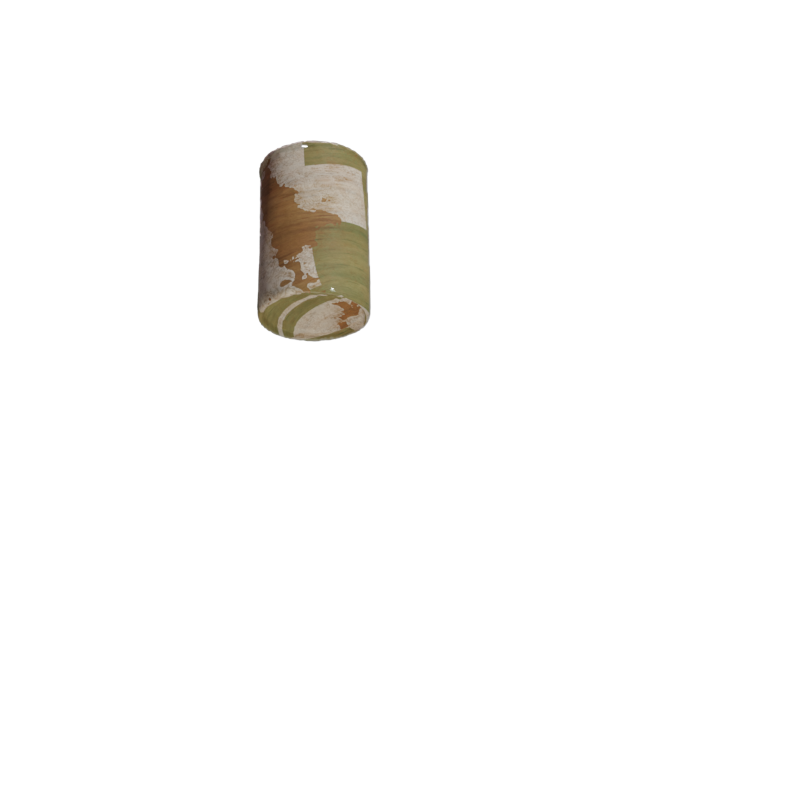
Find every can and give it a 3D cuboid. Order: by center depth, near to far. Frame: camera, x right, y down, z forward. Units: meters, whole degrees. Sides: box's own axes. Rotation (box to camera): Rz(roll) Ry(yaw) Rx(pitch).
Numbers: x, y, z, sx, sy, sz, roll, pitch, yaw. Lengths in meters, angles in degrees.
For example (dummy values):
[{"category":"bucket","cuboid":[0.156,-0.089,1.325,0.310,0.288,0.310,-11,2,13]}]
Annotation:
[{"category":"can","cuboid":[-0.052,-0.095,0.665,0.068,0.108,0.065,0,-27,-2]}]
